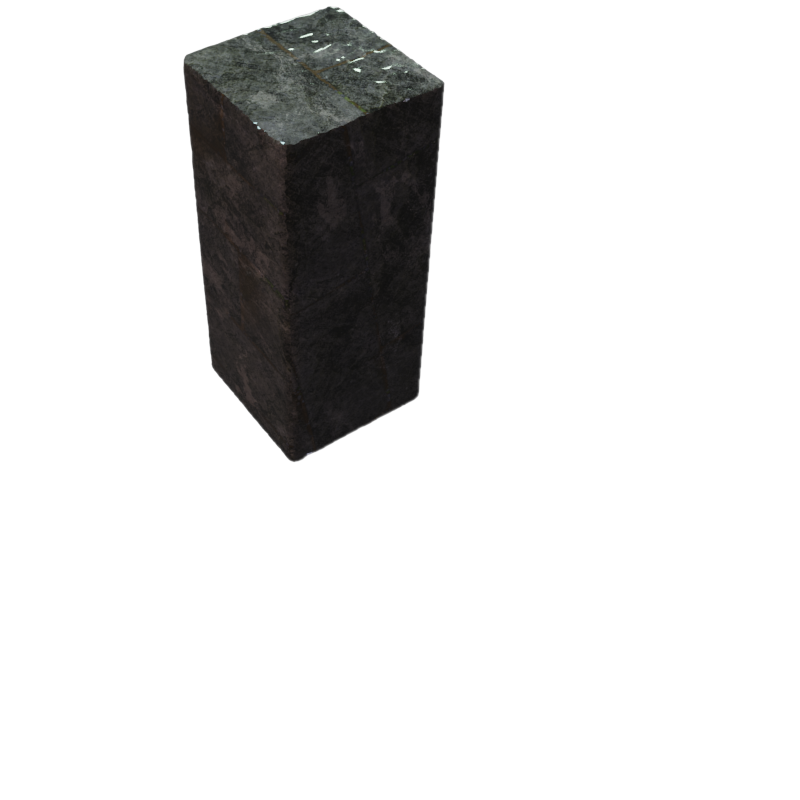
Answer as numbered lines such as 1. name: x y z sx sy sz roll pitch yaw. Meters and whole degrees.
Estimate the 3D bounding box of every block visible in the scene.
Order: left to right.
1. block: -0.045 -0.081 0.567 0.090 0.192 0.098 -25 51 -26
